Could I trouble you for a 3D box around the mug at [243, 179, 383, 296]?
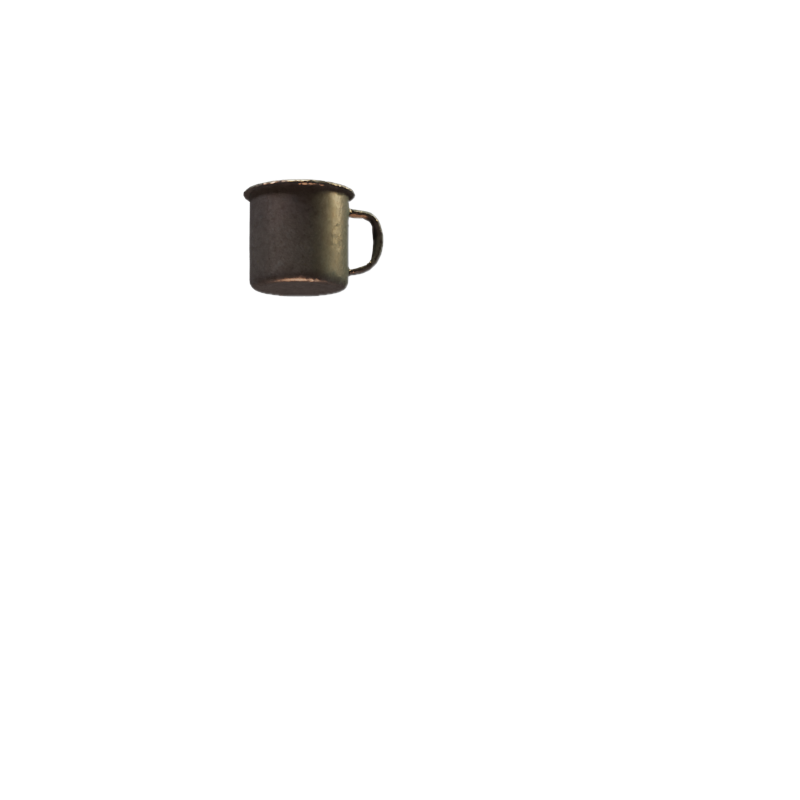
[{"bbox_3d":[-0.072,-0.131,0.917,0.115,0.084,0.092,1,-8,-12],"label":"mug"}]
